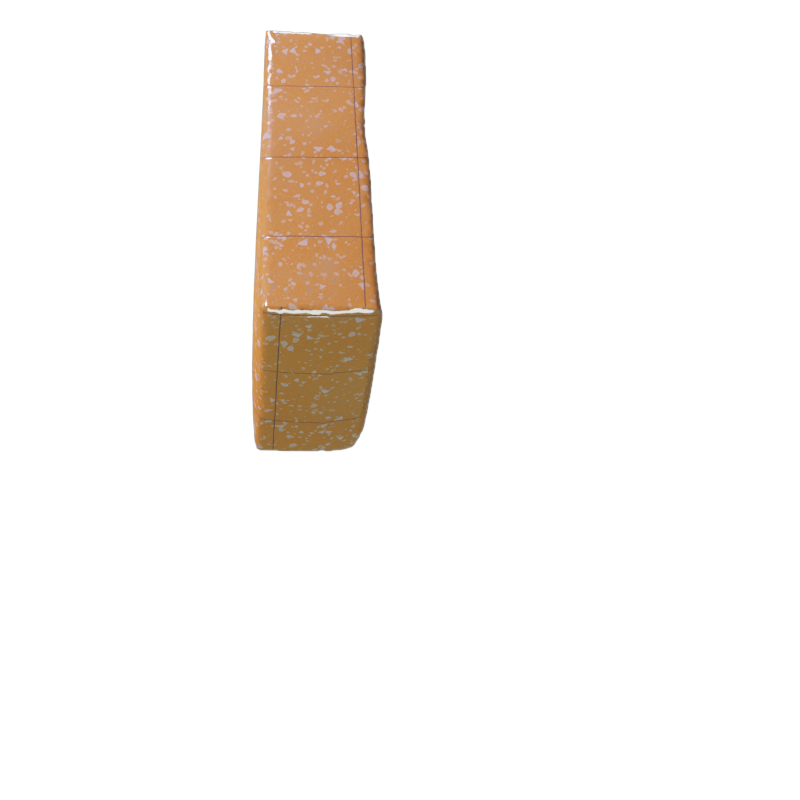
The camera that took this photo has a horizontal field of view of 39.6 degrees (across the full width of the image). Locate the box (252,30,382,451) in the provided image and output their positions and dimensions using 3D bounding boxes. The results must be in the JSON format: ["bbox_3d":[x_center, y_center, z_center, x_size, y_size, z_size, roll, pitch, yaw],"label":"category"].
[{"bbox_3d":[-0.054,-0.099,0.696,0.071,0.229,0.154,1,-34,-6],"label":"box"}]
